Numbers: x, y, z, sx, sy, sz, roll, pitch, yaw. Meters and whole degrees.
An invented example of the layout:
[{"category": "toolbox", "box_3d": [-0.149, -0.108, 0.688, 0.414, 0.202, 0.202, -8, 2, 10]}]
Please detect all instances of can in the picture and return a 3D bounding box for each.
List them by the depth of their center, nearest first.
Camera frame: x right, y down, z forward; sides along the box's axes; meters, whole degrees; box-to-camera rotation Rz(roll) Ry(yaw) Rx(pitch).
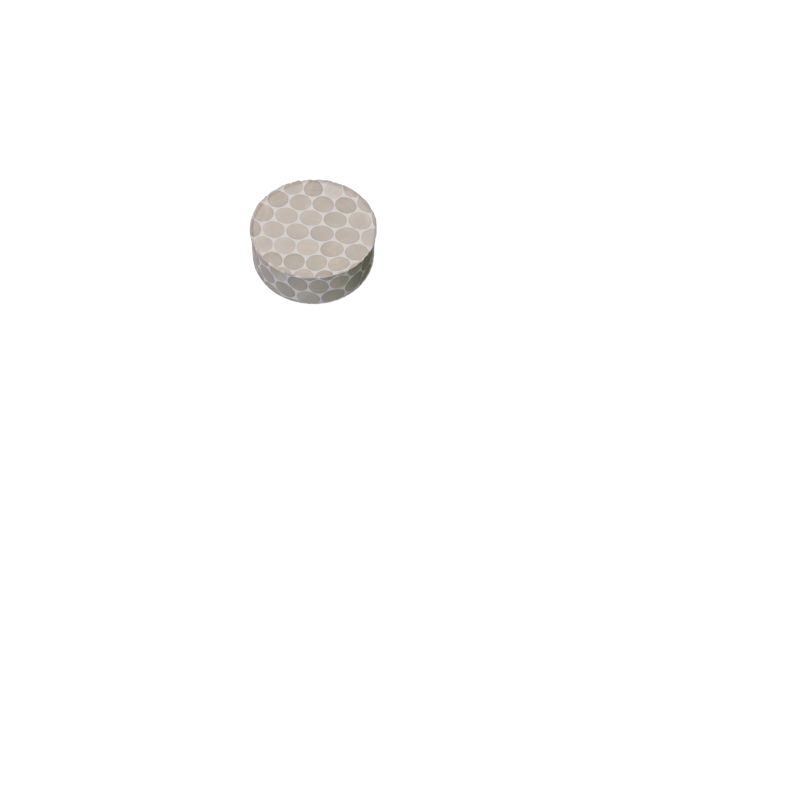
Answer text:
[{"category": "can", "box_3d": [-0.059, -0.108, 0.759, 0.086, 0.092, 0.031, -1, -35, -1]}]
